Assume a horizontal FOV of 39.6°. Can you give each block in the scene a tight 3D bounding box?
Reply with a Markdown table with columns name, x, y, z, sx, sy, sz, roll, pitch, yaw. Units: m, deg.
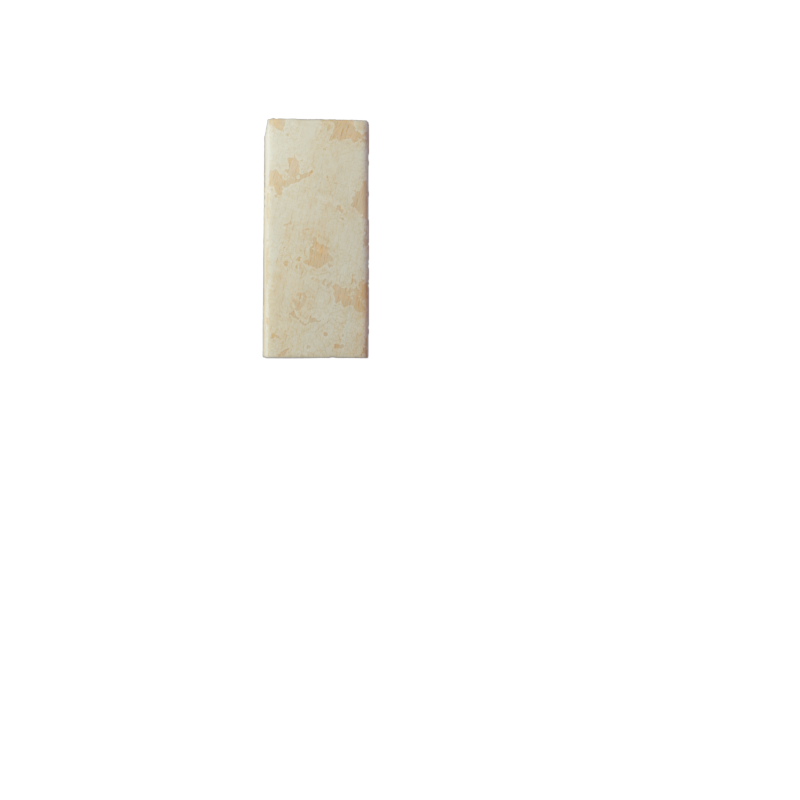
| name | x | y | z | sx | sy | sz | roll | pitch | yaw |
| --- | --- | --- | --- | --- | --- | --- | --- | --- | --- |
| block | -0.077 | -0.141 | 0.990 | 0.089 | 0.209 | 0.091 | 0 | -4 | -8 |
